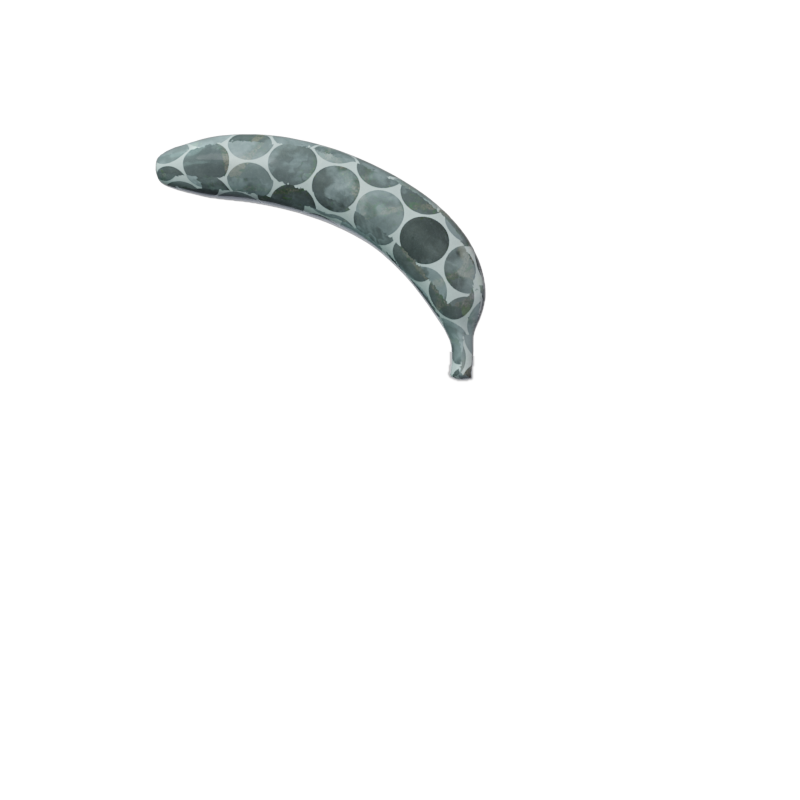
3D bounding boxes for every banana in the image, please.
[{"bbox_3d":[-0.030,-0.093,0.565,0.204,0.071,0.035,34,-18,13],"label":"banana"}]
